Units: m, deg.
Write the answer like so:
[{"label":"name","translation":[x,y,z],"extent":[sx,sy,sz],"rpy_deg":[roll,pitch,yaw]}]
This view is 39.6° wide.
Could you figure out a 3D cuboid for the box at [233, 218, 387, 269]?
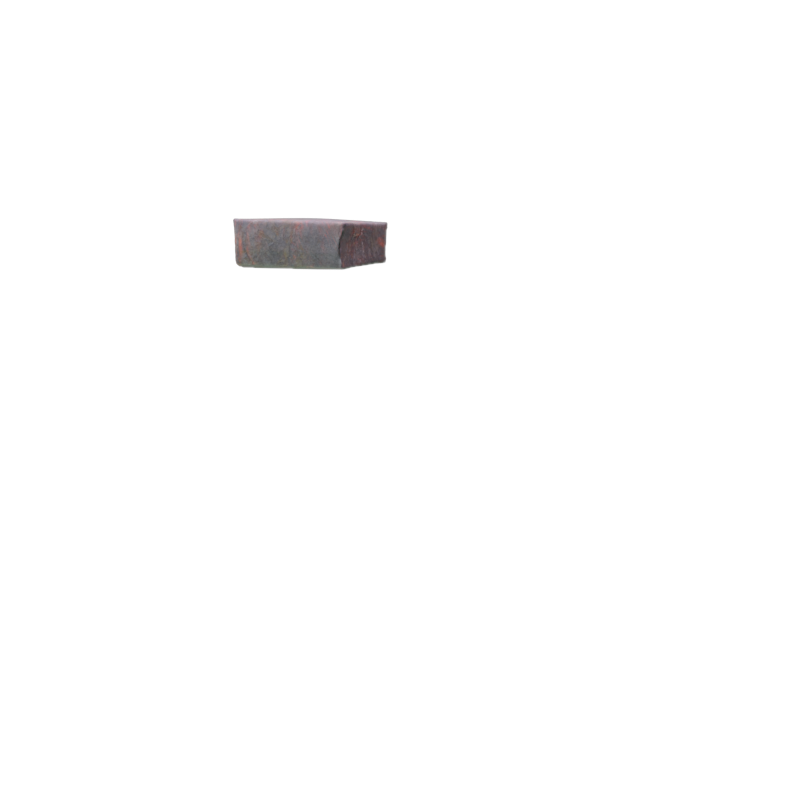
[{"label":"box","translation":[-0.068,-0.124,0.866],"extent":[0.092,0.038,0.113],"rpy_deg":[3,11,17]}]
